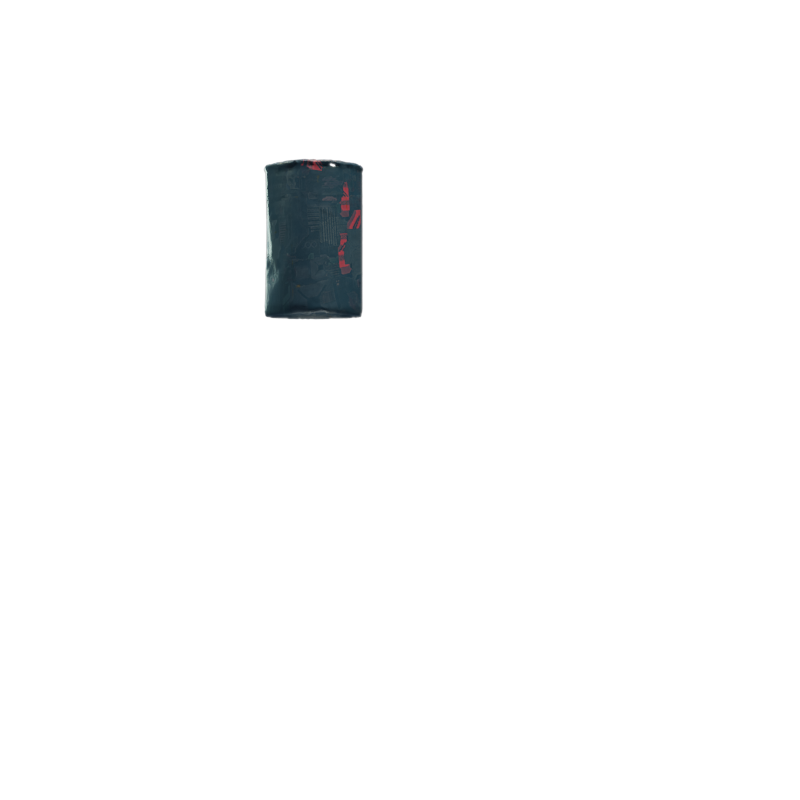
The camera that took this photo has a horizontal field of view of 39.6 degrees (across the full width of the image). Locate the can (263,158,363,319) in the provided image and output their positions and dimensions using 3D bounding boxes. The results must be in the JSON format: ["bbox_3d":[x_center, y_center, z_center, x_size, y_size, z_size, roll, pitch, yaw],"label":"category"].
[{"bbox_3d":[-0.059,-0.107,0.752,0.068,0.104,0.068,0,-4,-2],"label":"can"}]
